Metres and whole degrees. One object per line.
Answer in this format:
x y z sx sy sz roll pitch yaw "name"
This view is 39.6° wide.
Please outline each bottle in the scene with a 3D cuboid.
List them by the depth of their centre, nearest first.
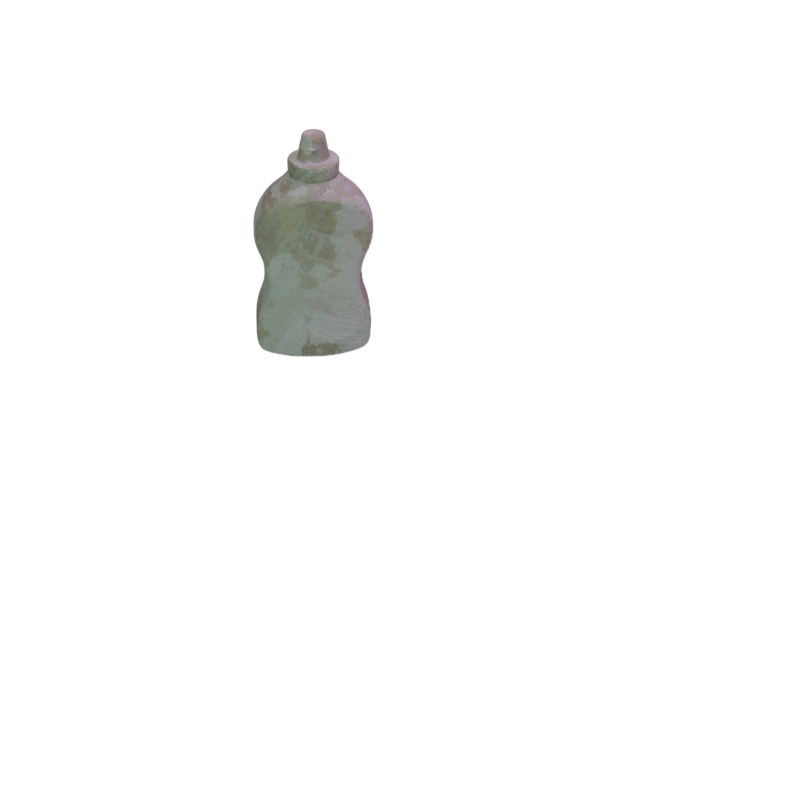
-0.070 -0.128 0.897 0.096 0.180 0.062 0 31 -4 "bottle"
